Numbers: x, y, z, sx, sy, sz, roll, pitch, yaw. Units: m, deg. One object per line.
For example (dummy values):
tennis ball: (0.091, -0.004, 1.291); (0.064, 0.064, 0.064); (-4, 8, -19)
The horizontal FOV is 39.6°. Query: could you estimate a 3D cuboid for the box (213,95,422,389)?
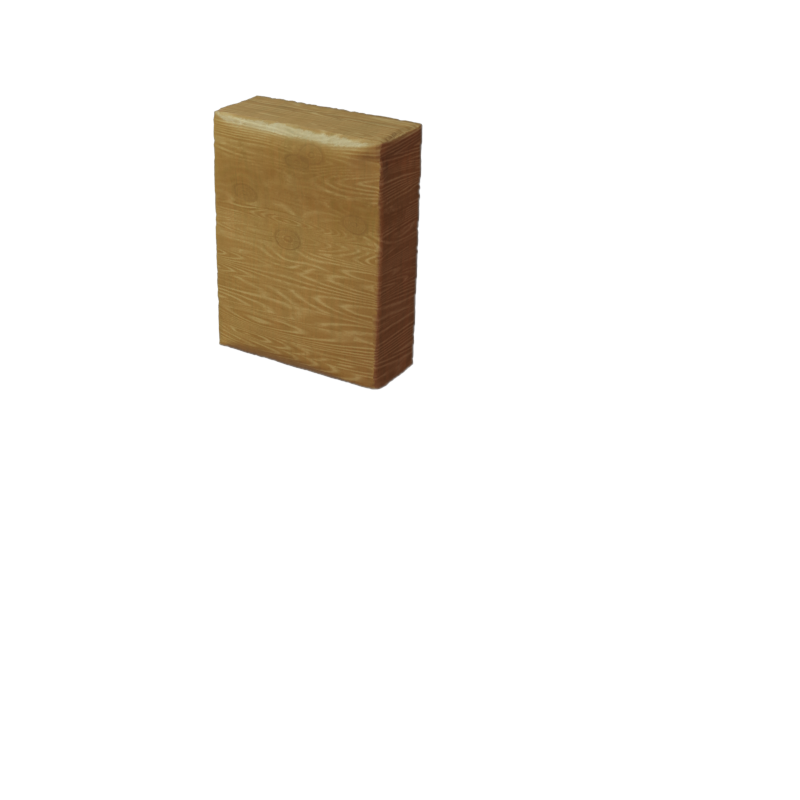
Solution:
box: (-0.072, -0.131, 0.916); (0.172, 0.203, 0.072); (16, 27, 29)
